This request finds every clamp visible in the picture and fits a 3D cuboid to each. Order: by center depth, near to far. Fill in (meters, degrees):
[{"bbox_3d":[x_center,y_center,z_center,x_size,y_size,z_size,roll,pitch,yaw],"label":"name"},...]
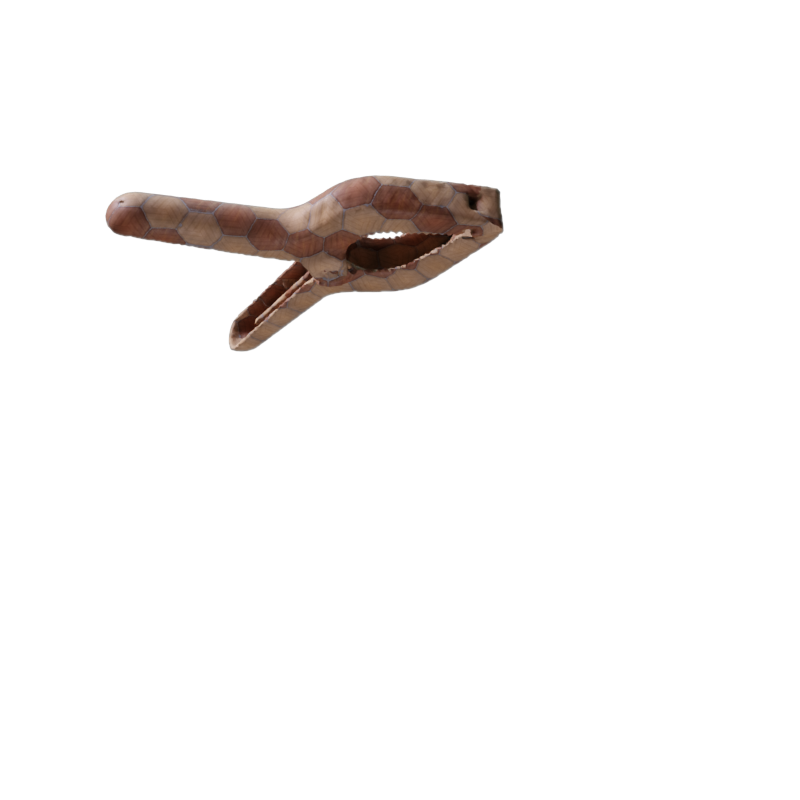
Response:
[{"bbox_3d":[-0.049,-0.090,0.627,0.213,0.039,0.152,-13,-29,24],"label":"clamp"}]
